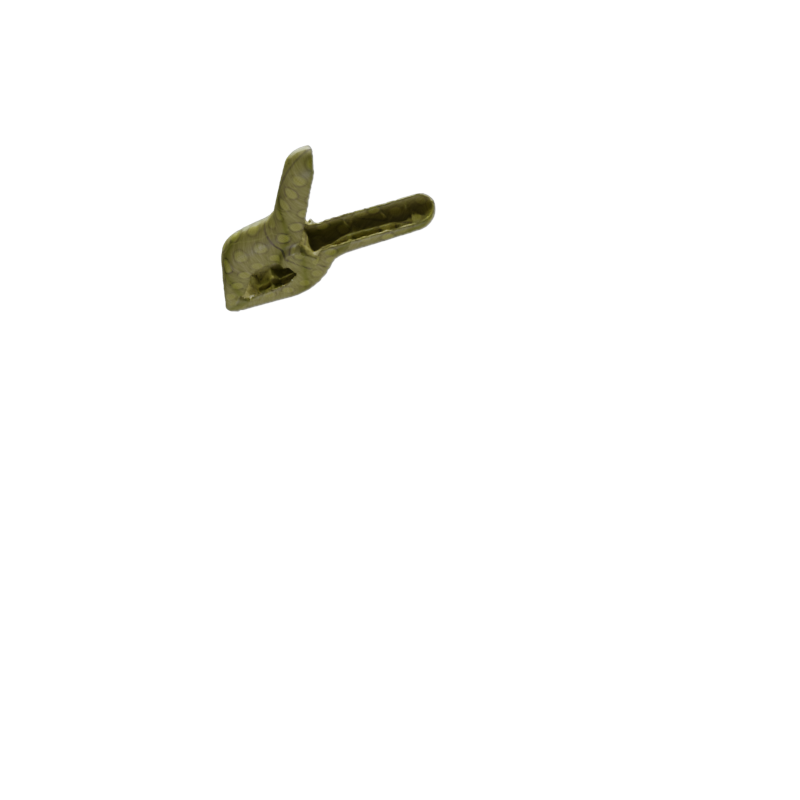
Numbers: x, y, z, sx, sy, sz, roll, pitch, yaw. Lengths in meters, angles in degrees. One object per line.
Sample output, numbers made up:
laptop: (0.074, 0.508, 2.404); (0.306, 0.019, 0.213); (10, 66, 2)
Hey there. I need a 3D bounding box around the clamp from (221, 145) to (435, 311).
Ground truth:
clamp: (-0.060, -0.110, 0.772); (0.115, 0.042, 0.169); (17, -33, -28)
